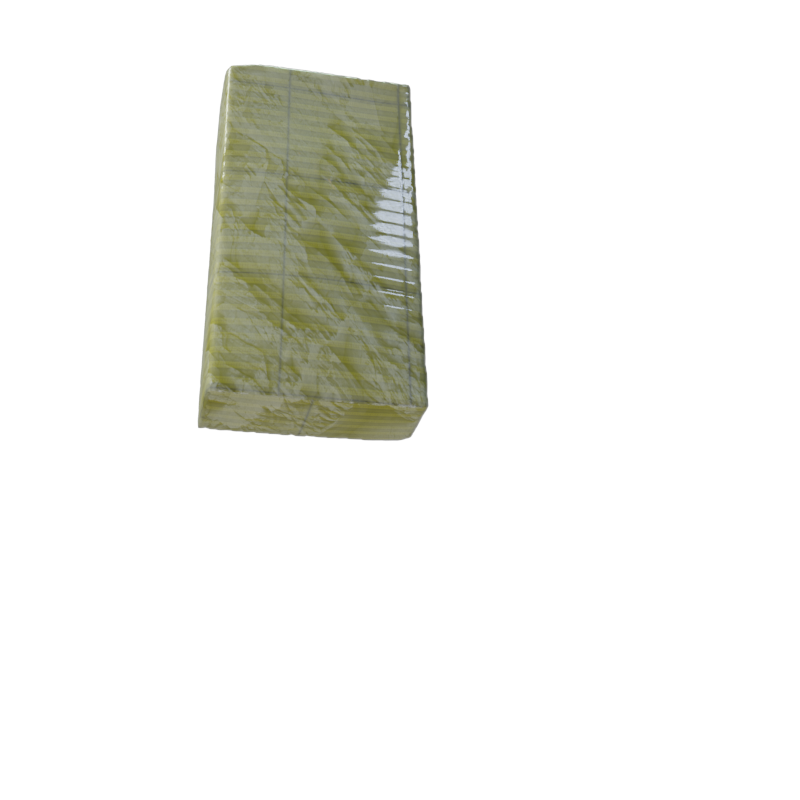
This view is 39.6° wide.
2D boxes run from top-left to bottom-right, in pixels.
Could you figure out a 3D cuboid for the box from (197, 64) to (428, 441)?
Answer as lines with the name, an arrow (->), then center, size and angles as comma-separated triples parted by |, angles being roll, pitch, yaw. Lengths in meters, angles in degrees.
box -> -0.039, -0.072, 0.503 | 0.092, 0.188, 0.046 | 4, -30, -11
